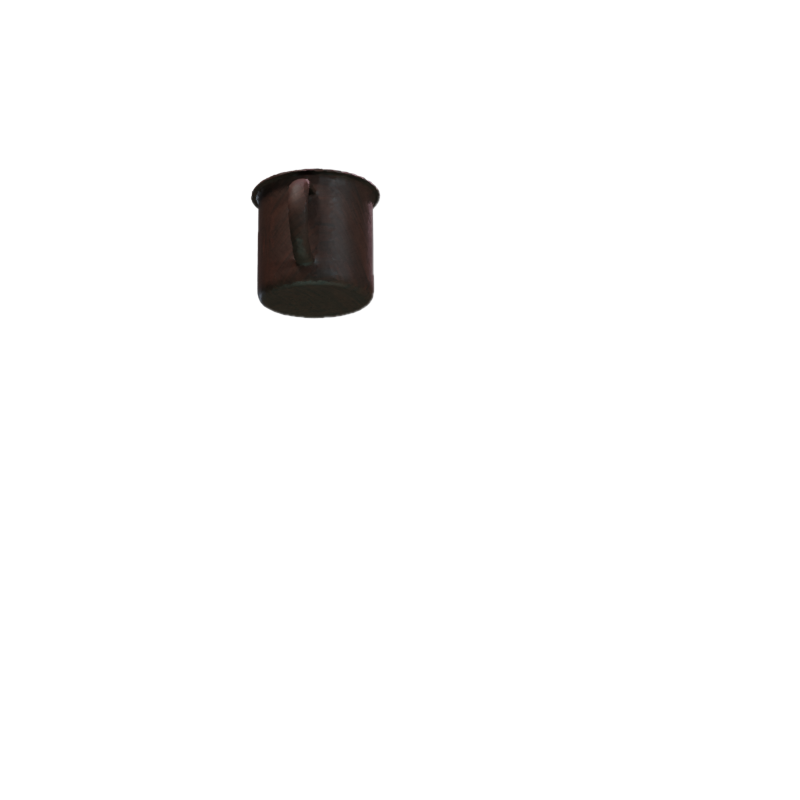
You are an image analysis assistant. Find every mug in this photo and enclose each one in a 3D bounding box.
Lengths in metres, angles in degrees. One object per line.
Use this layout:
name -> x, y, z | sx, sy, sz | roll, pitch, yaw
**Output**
mug -> -0.060, -0.110, 0.772 | 0.094, 0.085, 0.111 | -2, -17, 4
